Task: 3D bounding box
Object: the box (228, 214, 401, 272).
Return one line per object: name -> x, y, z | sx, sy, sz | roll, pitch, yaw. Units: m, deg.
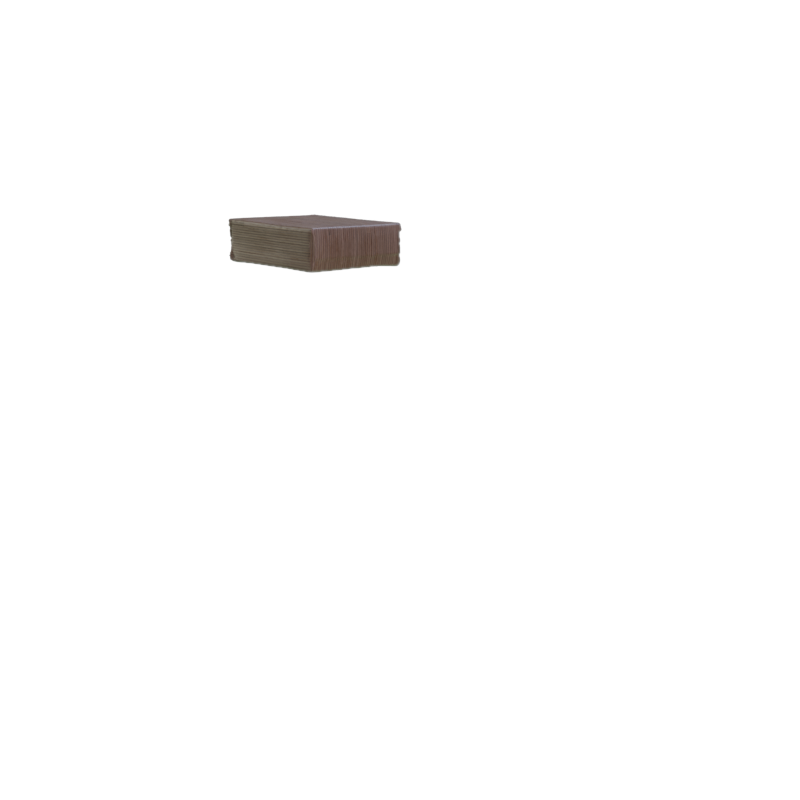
box -> -0.069, -0.125, 0.877 | 0.087, 0.038, 0.119 | -8, 13, -40
